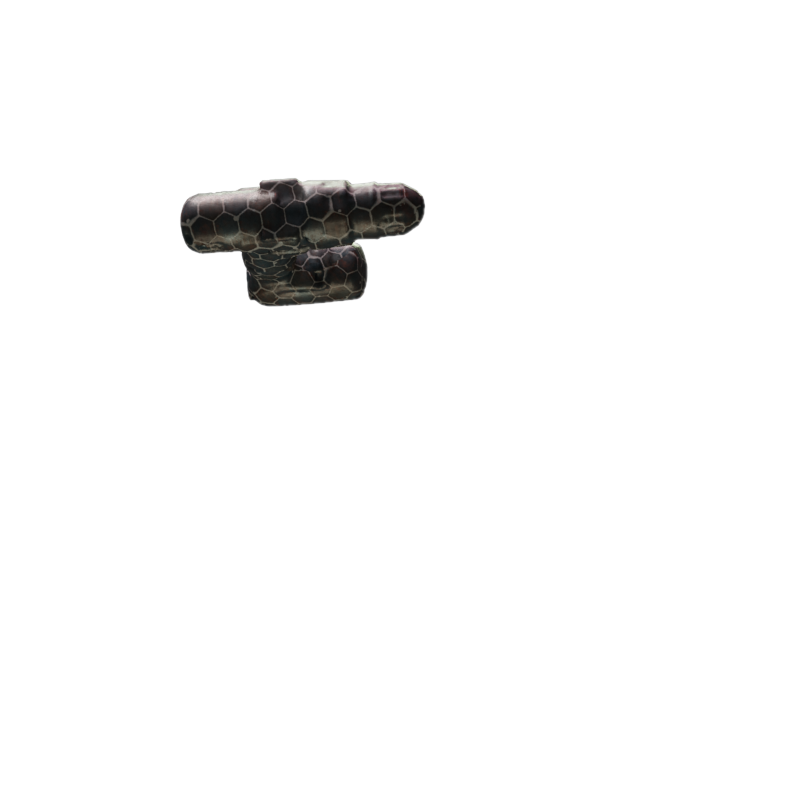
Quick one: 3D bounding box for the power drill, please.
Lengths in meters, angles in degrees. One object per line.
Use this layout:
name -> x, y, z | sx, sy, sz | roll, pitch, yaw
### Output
power drill -> -0.070, -0.128, 0.899 | 0.186, 0.060, 0.179 | -1, -12, 5
